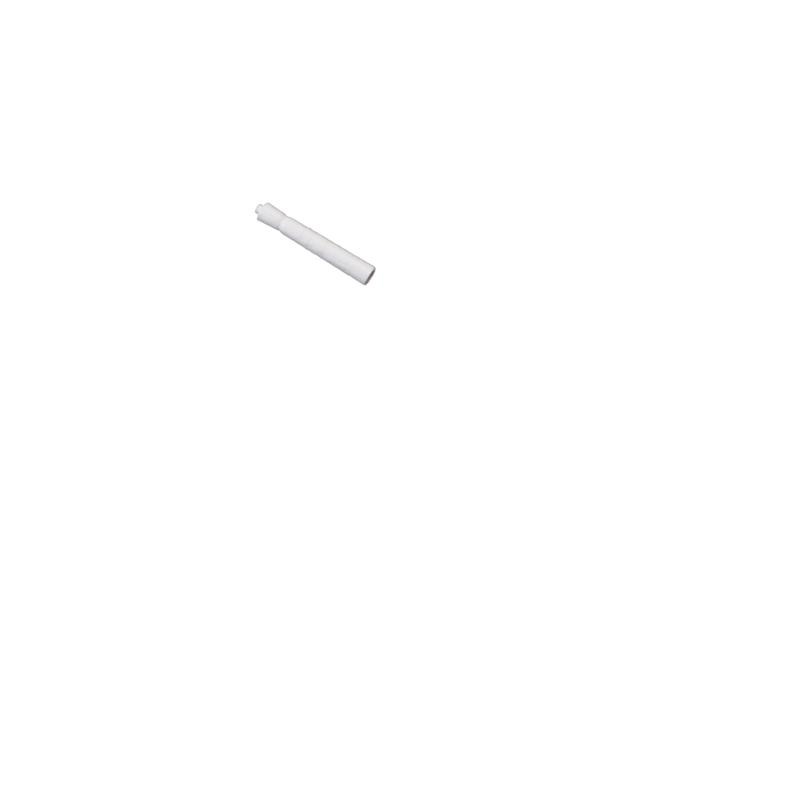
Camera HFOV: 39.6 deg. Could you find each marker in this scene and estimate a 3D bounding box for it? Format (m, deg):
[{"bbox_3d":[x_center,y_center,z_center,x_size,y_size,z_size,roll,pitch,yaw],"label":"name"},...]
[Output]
[{"bbox_3d":[-0.077,-0.141,0.985,0.125,0.019,0.019,33,10,13],"label":"marker"}]
